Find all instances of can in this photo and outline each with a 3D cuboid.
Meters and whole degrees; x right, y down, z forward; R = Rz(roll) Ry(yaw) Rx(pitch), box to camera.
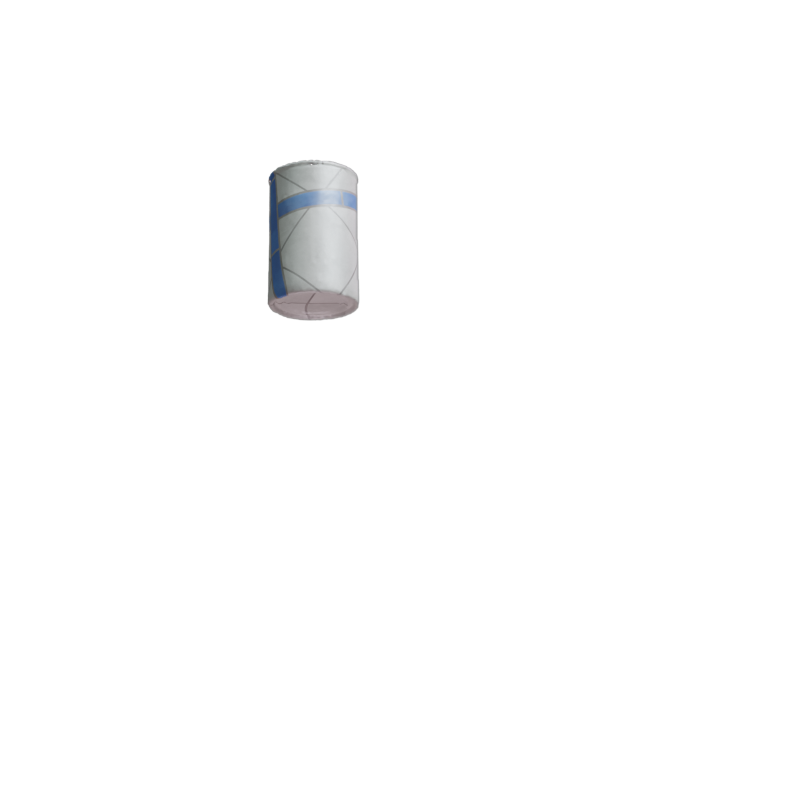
[{"bbox_3d":[-0.064,-0.117,0.818,0.068,0.107,0.065,0,-19,-2],"label":"can"}]
